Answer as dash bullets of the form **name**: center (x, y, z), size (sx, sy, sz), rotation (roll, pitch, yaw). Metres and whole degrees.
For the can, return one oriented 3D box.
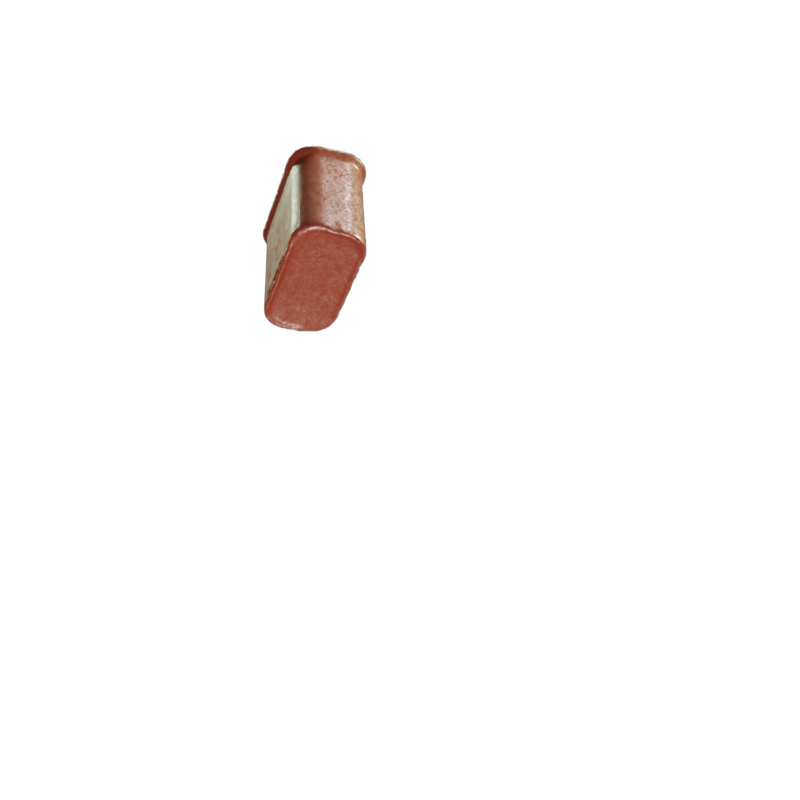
- **can**: center (-0.060, -0.109, 0.765), size (0.056, 0.090, 0.097), rotation (12, -46, -15)
